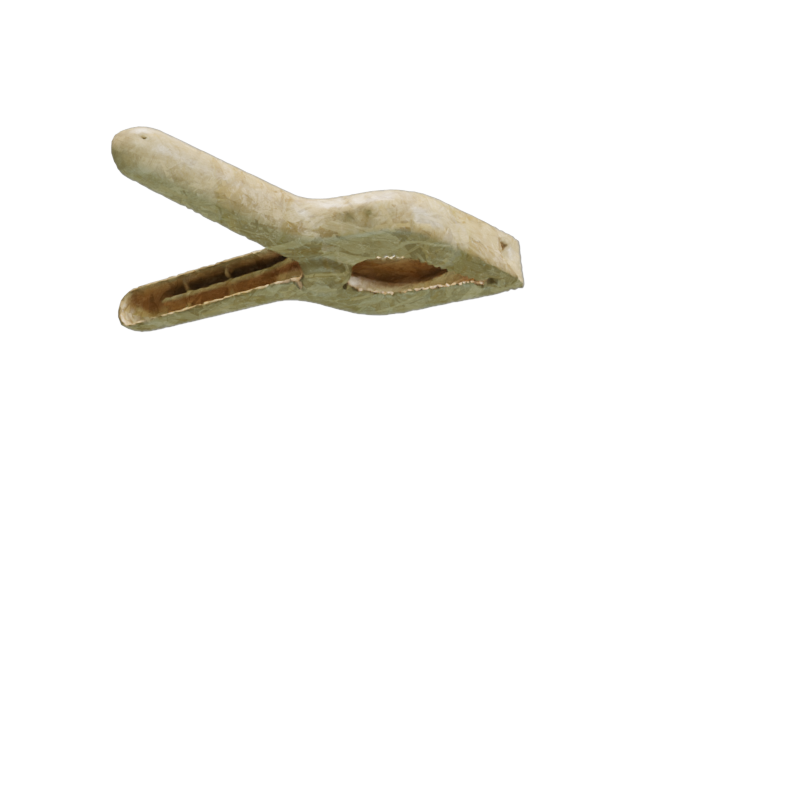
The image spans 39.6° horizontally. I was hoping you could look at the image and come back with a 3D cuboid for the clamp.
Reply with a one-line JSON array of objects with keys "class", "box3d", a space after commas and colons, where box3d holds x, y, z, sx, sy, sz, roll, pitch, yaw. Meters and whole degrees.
[{"class": "clamp", "box3d": [-0.042, -0.077, 0.538, 0.210, 0.039, 0.156, 1, -24, -2]}]
